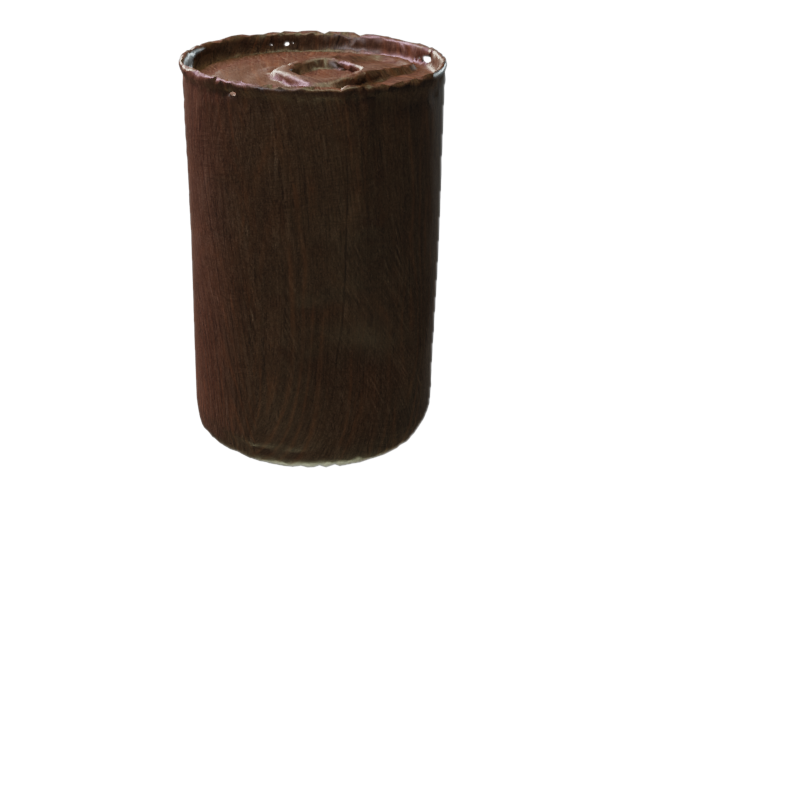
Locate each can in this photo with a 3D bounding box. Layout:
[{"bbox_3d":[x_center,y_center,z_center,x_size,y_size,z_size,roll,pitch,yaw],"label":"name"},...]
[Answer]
[{"bbox_3d":[-0.023,-0.043,0.300,0.068,0.097,0.072,0,25,-2],"label":"can"}]
